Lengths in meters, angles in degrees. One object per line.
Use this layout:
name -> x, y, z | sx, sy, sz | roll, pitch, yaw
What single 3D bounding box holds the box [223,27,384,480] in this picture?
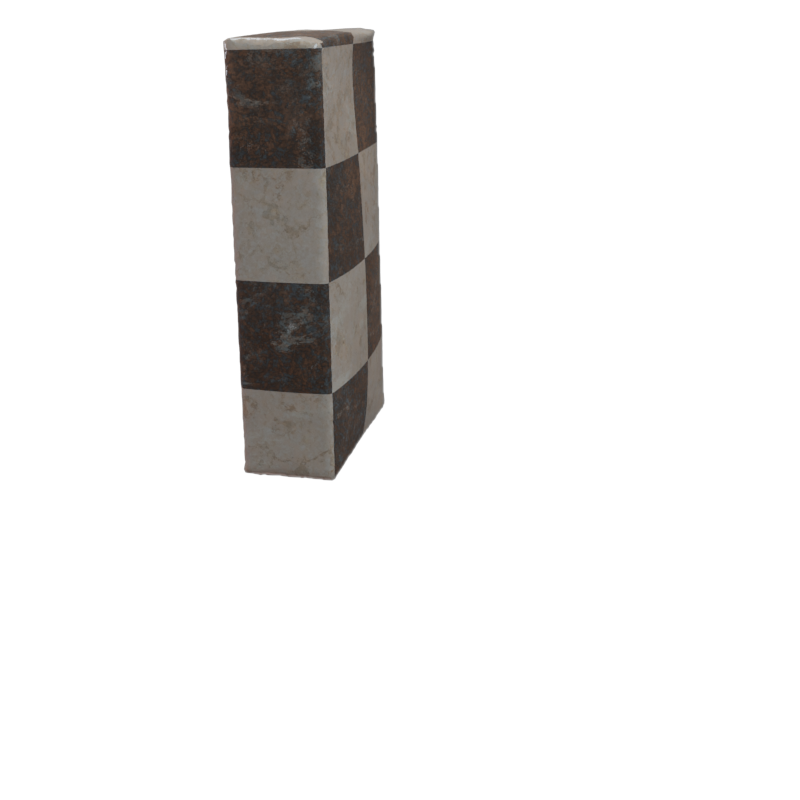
box -> -0.037, -0.067, 0.470 | 0.049, 0.170, 0.095 | 4, 16, 12
